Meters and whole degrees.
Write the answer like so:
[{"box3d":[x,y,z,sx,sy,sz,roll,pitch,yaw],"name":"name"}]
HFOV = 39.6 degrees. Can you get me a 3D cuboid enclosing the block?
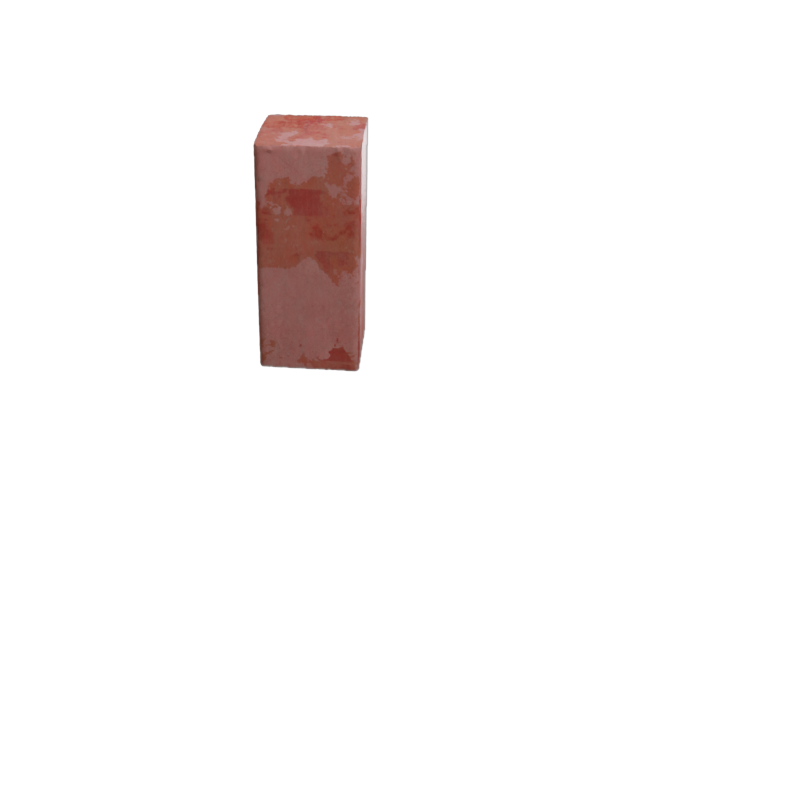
[{"box3d":[-0.076,-0.139,0.972,0.091,0.195,0.094,3,25,3],"name":"block"}]
